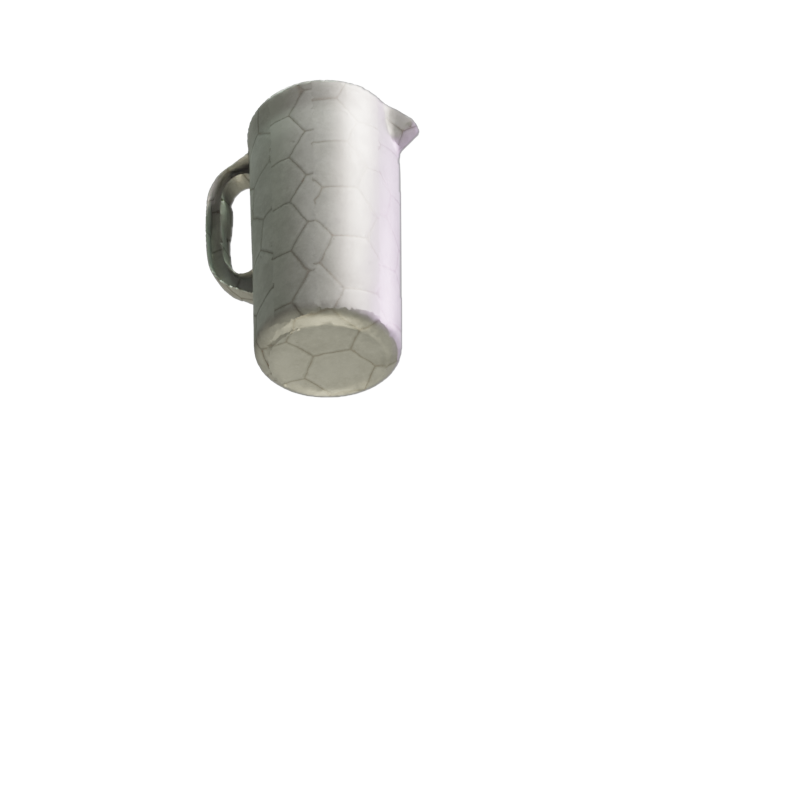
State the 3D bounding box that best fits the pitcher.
[{"bbox_3d":[-0.069,-0.126,0.881,0.140,0.261,0.144,15,-42,-22],"label":"pitcher"}]
